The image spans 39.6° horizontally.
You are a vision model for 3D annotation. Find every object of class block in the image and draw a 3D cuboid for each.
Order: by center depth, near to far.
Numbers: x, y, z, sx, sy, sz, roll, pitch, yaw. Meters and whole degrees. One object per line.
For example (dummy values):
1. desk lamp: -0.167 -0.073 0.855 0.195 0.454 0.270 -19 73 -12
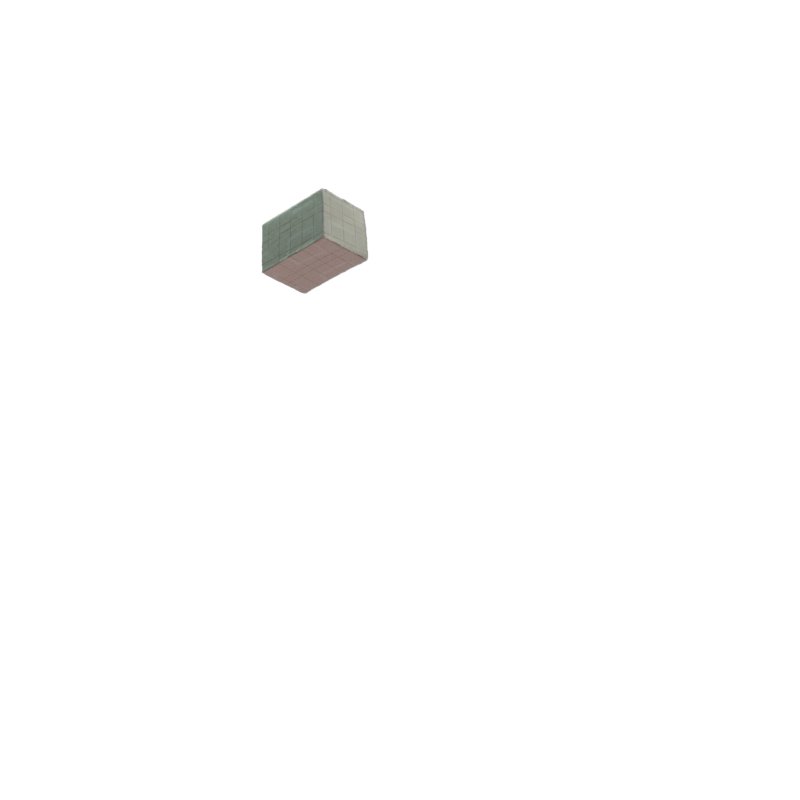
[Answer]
1. block: -0.073 -0.133 0.934 0.078 0.055 0.049 -24 -36 36
